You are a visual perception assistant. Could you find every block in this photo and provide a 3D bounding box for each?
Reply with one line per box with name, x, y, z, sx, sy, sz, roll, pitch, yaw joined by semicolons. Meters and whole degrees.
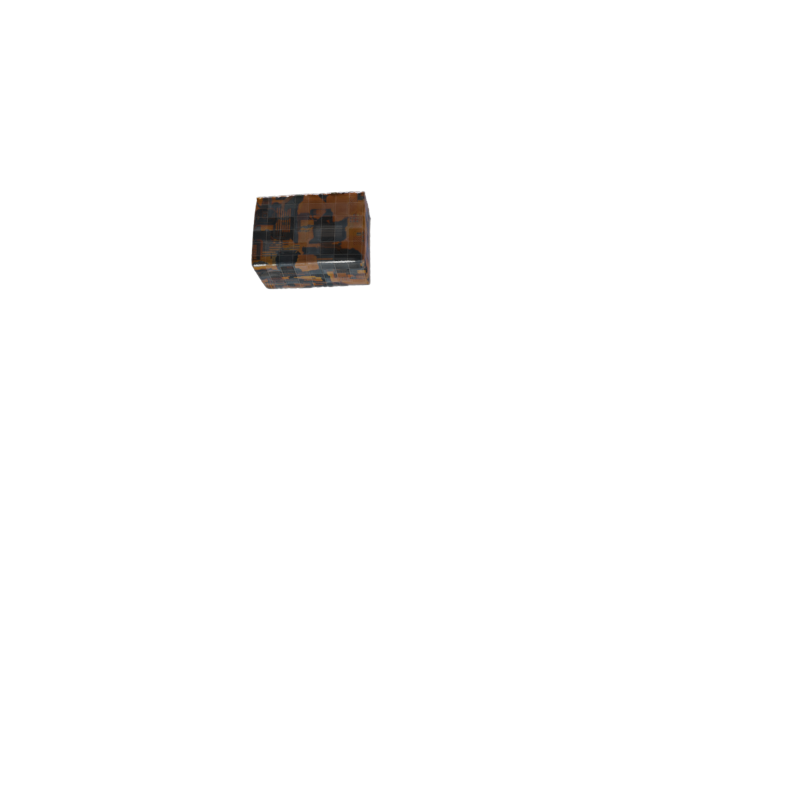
block;-0.060;-0.110;0.773;0.078;0.054;0.050;-2;-17;6
